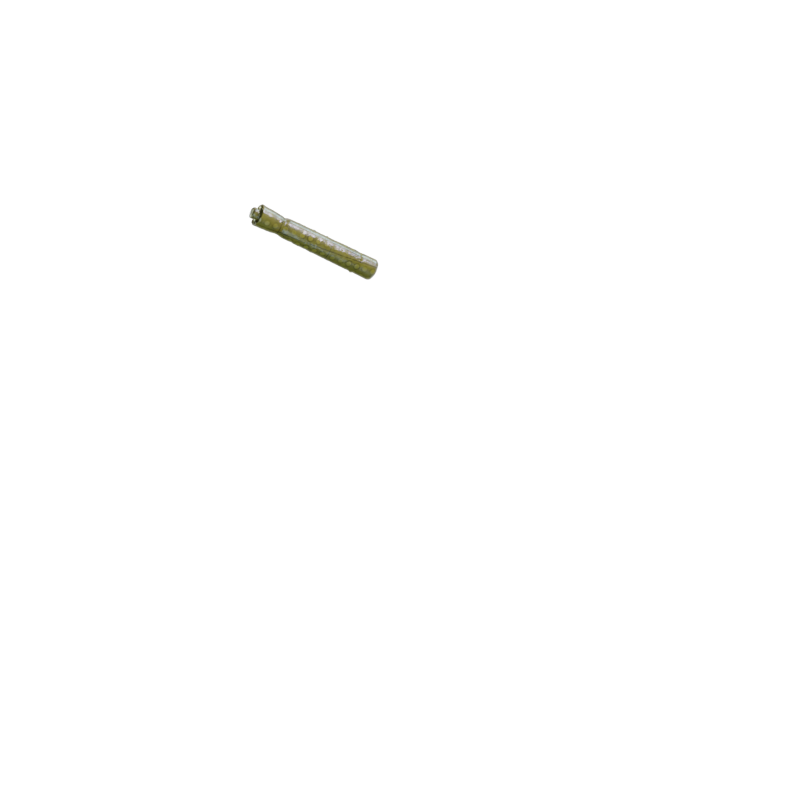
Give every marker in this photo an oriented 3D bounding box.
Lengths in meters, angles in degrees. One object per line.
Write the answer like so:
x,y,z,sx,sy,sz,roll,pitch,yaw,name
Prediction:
-0.072,-0.132,0.924,0.115,0.020,0.020,23,-7,-24,marker
